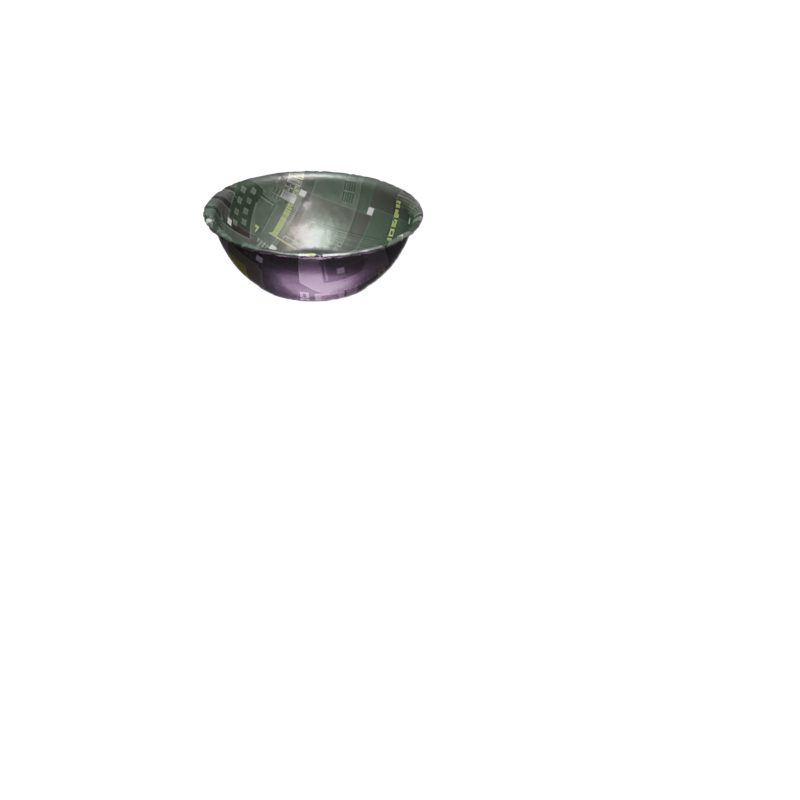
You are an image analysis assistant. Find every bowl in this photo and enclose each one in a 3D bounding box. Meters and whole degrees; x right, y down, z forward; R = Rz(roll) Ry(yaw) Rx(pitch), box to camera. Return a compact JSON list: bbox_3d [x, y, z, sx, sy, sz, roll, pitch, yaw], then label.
[{"bbox_3d":[-0.065,-0.118,0.825,0.162,0.052,0.172,-1,30,-2],"label":"bowl"}]
